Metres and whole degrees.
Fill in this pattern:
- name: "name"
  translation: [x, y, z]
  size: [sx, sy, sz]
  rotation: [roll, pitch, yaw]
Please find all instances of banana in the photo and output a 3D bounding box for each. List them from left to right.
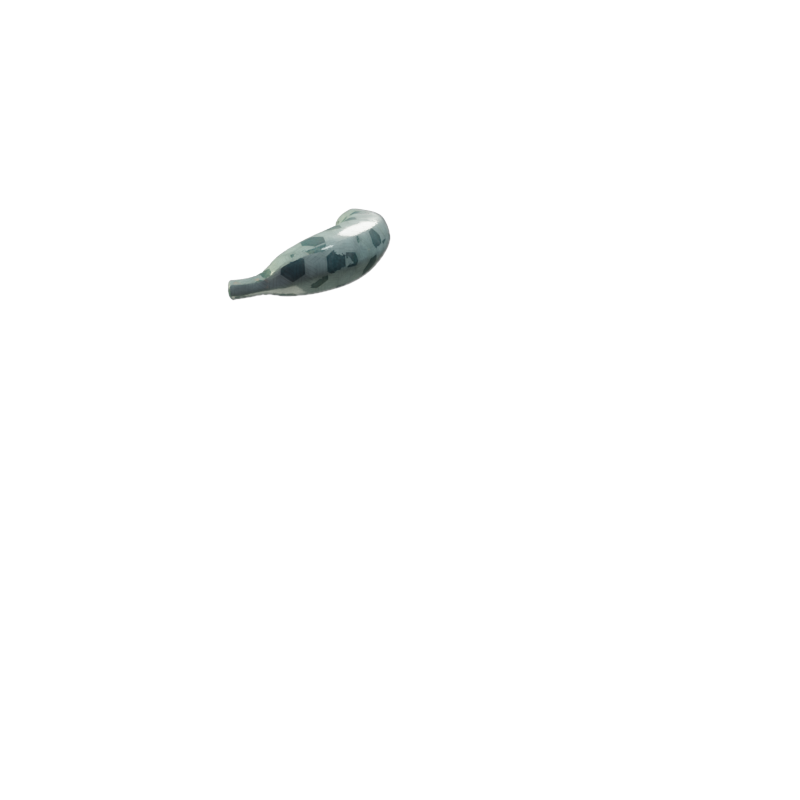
- name: "banana"
  translation: [-0.043, -0.105, 0.749]
  size: [0.072, 0.035, 0.199]
  rotation: [7, 20, 19]
